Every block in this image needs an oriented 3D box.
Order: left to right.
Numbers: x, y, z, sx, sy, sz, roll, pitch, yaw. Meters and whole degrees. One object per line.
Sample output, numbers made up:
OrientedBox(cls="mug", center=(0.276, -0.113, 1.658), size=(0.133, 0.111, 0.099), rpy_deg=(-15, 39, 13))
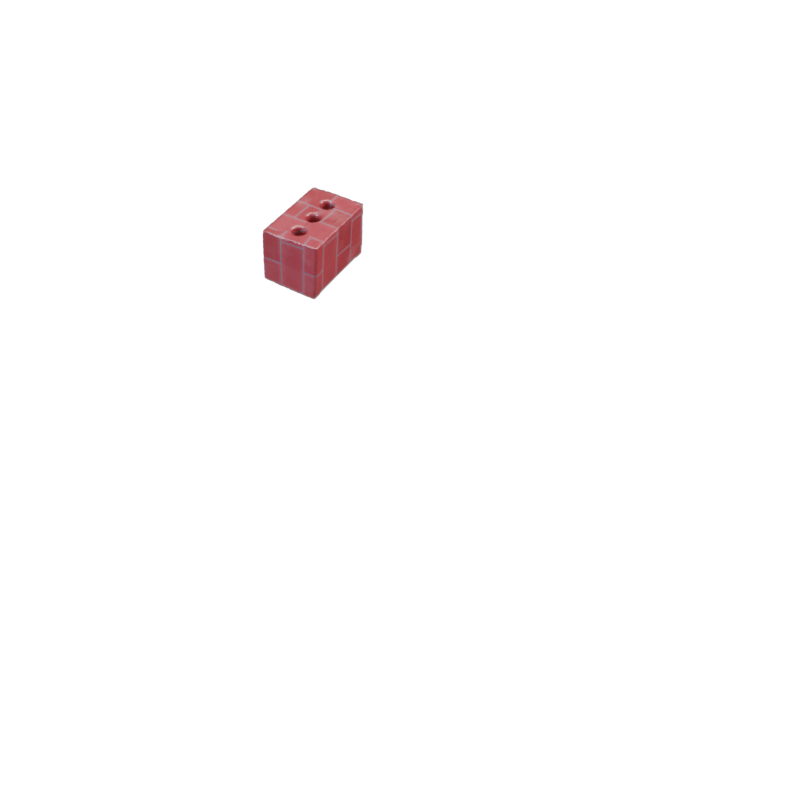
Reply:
OrientedBox(cls="block", center=(-0.073, -0.132, 0.926), size=(0.055, 0.048, 0.080), rpy_deg=(21, 45, 21))
